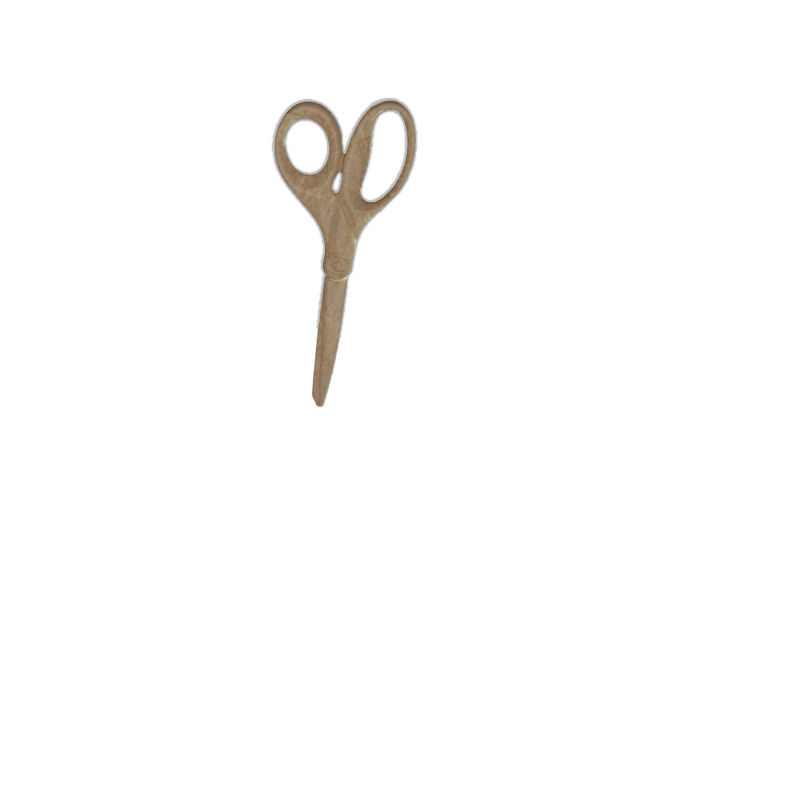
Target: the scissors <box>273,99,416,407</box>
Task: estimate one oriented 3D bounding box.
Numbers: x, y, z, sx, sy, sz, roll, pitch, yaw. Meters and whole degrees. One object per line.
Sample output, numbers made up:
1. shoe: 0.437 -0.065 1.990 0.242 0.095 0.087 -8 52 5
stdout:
1. scissors: -0.054 -0.099 0.696 0.095 0.197 0.016 23 13 -6
